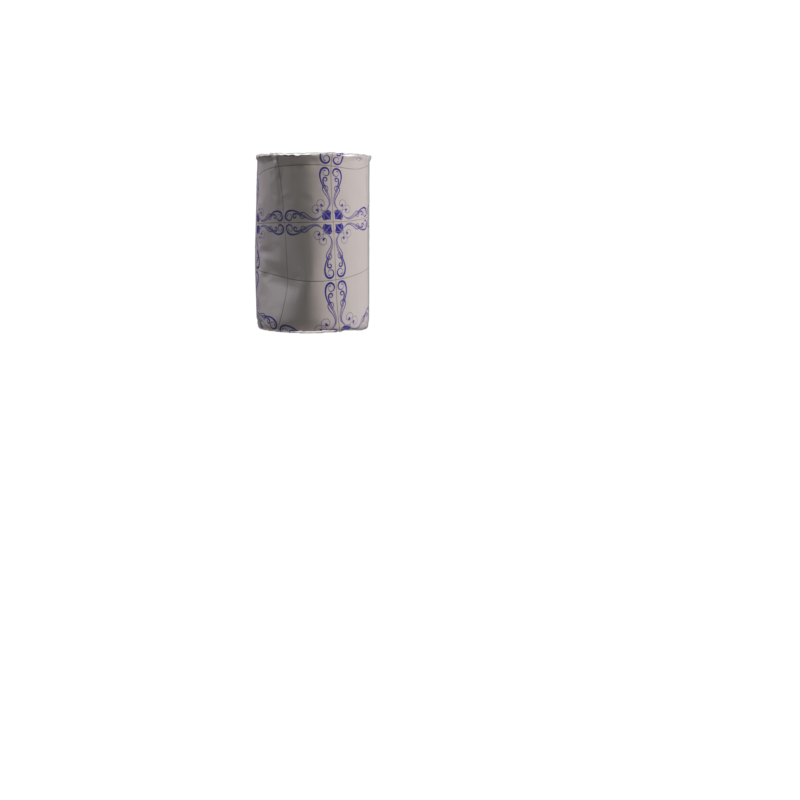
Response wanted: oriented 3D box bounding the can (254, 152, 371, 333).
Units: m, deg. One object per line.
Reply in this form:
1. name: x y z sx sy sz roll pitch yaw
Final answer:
1. can: -0.051 -0.093 0.652 0.068 0.102 0.069 0 4 -2
